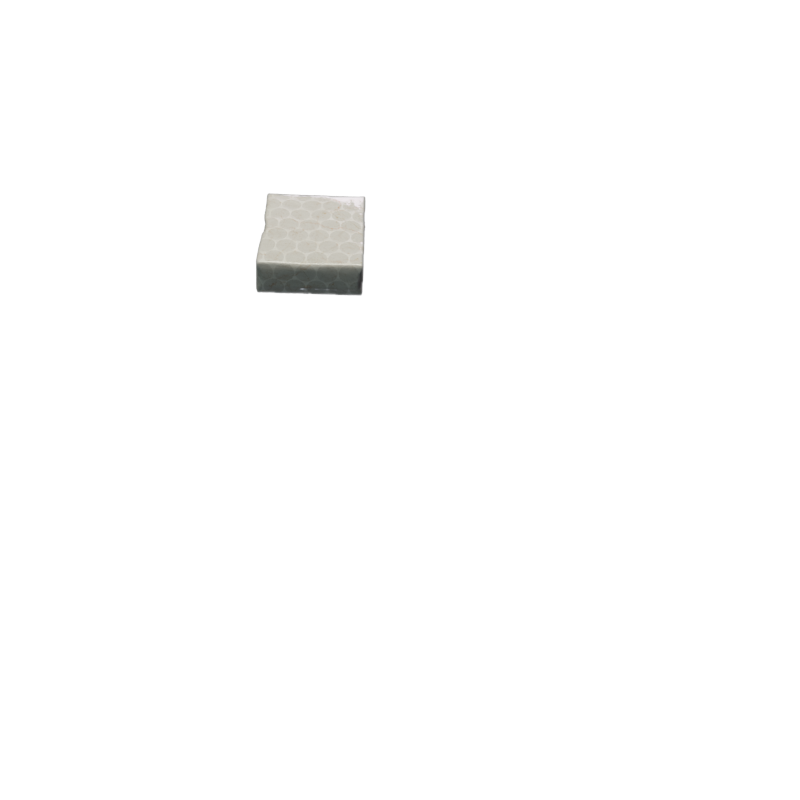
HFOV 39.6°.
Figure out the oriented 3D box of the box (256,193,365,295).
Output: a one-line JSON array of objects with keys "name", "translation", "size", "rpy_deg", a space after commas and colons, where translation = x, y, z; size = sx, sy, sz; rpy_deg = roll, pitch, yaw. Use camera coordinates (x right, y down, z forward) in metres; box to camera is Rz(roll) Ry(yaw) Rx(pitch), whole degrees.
[{"name": "box", "translation": [-0.061, -0.112, 0.785], "size": [0.073, 0.028, 0.095], "rpy_deg": [1, 40, 1]}]
